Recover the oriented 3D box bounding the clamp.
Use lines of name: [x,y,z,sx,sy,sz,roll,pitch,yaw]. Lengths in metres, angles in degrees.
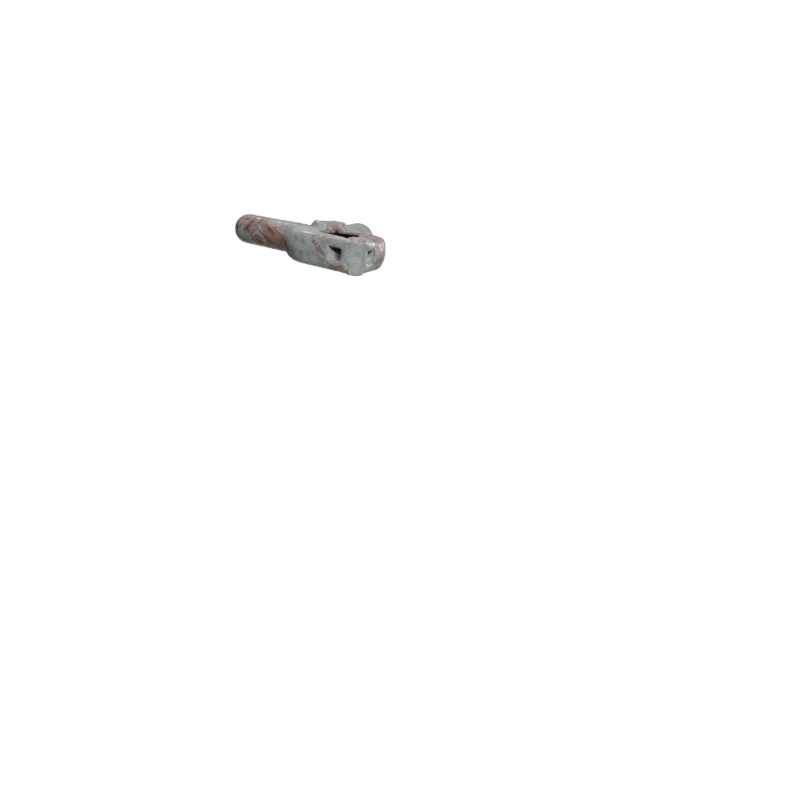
clamp: [-0.070,-0.127,0.890,0.119,0.038,0.177,-2,12,-9]
